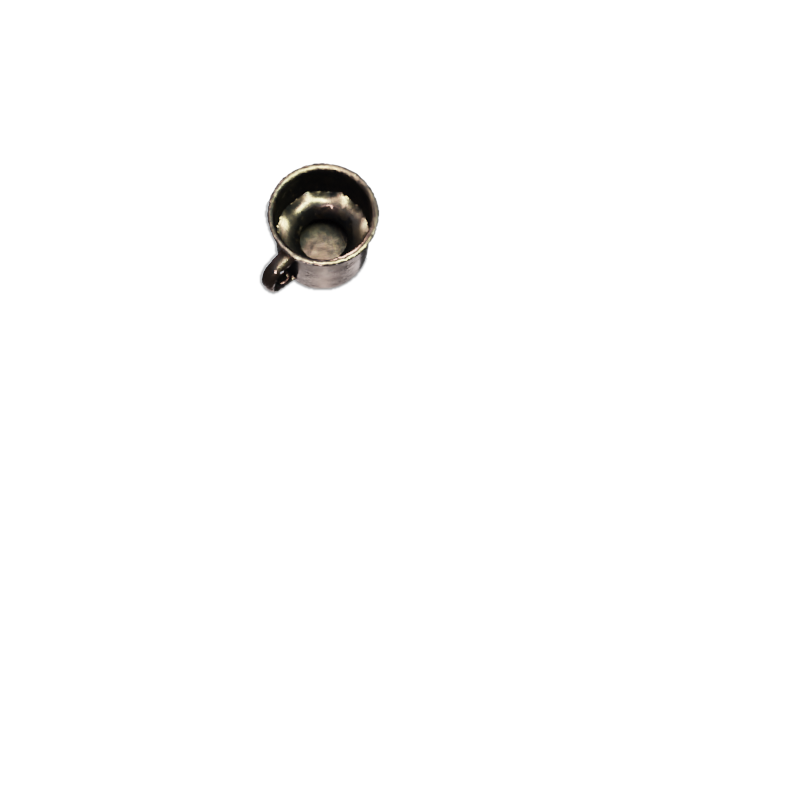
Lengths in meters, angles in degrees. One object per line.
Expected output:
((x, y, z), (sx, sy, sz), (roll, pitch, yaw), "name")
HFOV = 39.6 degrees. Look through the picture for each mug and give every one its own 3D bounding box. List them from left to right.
((-0.075, -0.136, 0.952), (0.096, 0.119, 0.078), (38, -16, 10), "mug")
